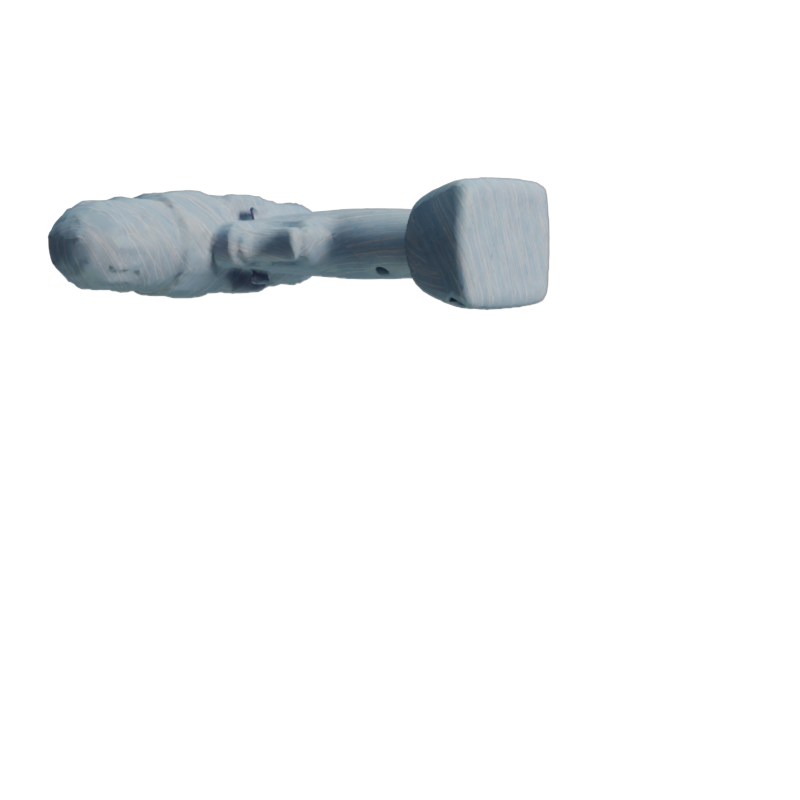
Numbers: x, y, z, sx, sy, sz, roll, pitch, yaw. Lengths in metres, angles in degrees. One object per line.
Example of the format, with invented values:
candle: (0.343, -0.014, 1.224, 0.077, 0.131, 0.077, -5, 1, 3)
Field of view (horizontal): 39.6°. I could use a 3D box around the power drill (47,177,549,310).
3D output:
power drill: (-0.040, -0.073, 0.509, 0.195, 0.057, 0.180, 6, 11, 30)
